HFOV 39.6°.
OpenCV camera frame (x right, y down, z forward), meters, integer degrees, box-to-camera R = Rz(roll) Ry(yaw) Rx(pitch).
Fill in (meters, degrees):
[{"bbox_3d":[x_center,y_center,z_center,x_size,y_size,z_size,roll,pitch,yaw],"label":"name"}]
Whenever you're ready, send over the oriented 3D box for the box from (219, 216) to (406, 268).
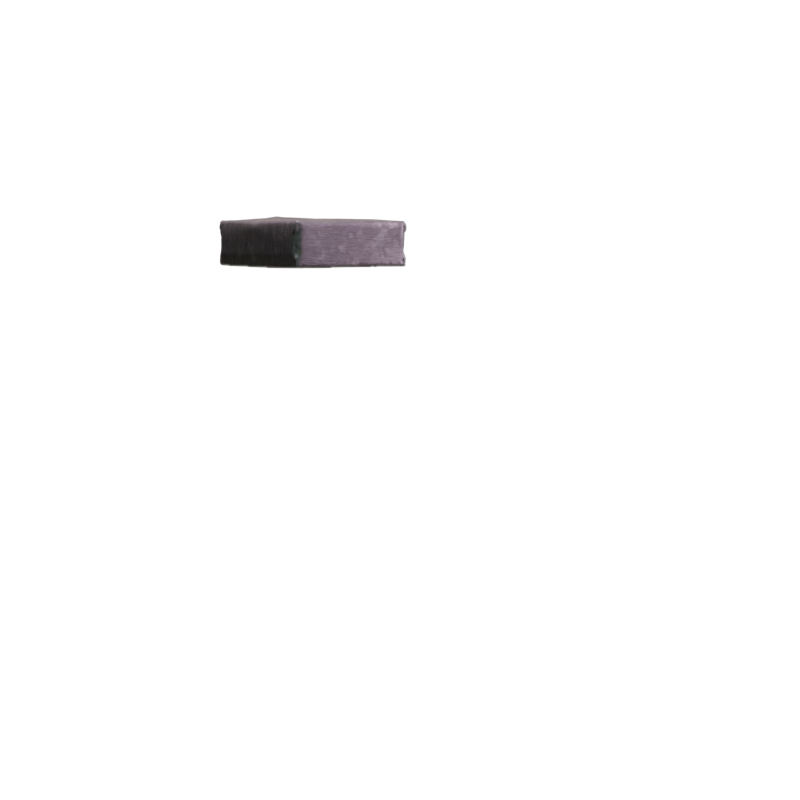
[{"bbox_3d":[-0.052,-0.095,0.665,0.086,0.030,0.076,-8,11,-42],"label":"box"}]
